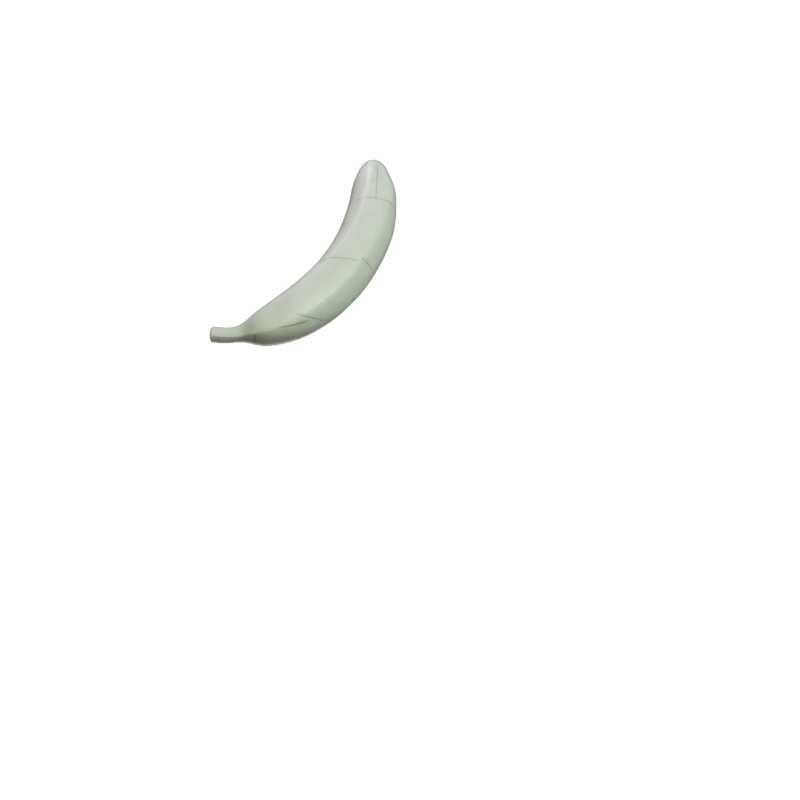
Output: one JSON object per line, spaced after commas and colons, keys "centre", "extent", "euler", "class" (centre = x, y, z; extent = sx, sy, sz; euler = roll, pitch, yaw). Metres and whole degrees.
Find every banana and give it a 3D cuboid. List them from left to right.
{"centre": [-0.048, -0.100, 0.778], "extent": [0.073, 0.203, 0.034], "euler": [28, -32, 19], "class": "banana"}
